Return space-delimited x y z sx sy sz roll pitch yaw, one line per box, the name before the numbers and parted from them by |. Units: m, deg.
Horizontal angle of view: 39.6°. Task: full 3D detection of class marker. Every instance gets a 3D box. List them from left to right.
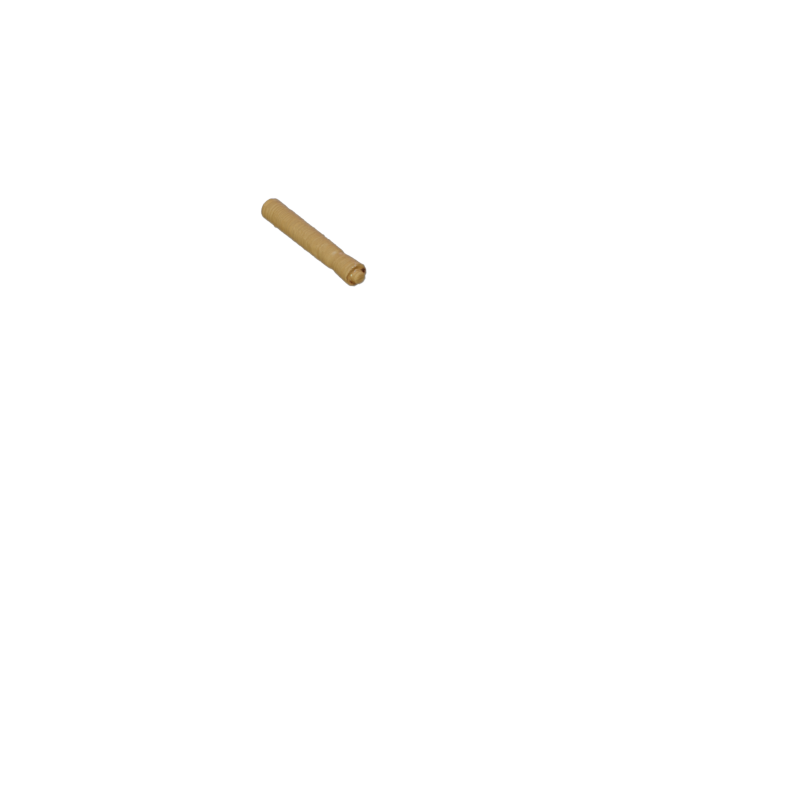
marker | -0.066 -0.121 0.845 0.019 0.019 0.130 -3 32 -41
